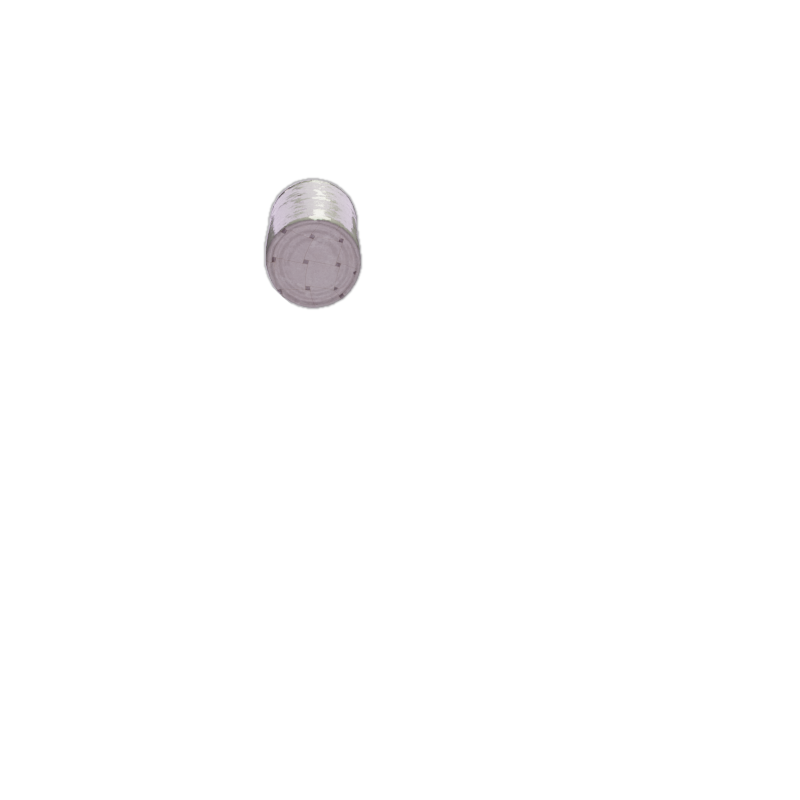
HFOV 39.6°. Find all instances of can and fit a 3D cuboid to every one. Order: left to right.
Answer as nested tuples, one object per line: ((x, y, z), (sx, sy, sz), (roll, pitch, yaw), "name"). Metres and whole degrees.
((-0.063, -0.116, 0.810), (0.068, 0.065, 0.107), (0, 23, -3), "can")
